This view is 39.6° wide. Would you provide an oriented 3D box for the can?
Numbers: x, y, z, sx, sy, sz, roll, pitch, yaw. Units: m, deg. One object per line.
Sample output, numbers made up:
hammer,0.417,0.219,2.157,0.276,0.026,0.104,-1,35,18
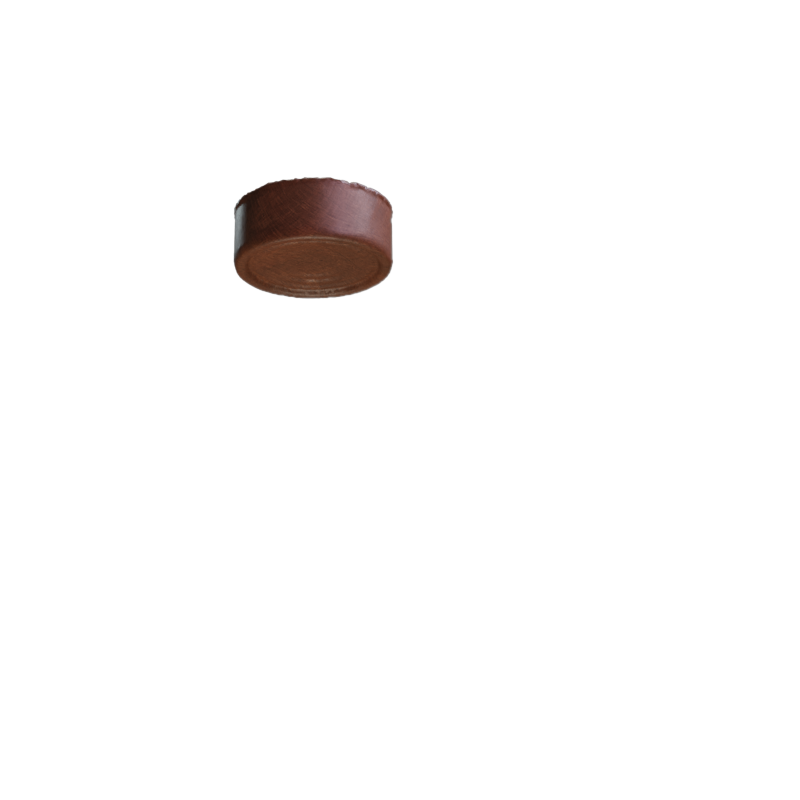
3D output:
can,-0.046,-0.084,0.591,0.086,0.035,0.082,0,-19,-2
